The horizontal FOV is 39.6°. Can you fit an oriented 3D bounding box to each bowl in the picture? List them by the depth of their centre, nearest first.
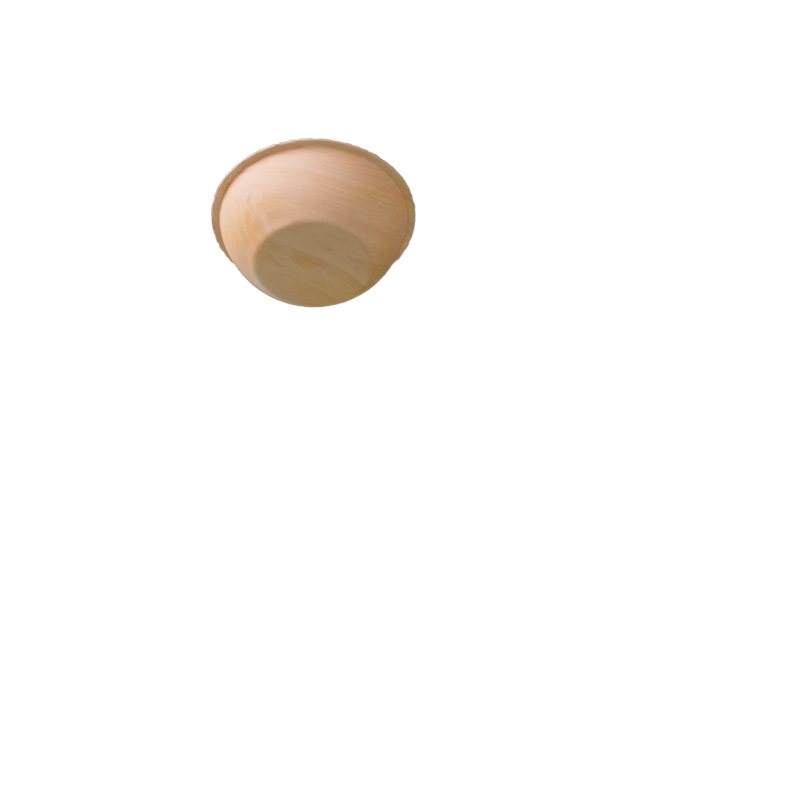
[{"bbox_3d":[-0.067,-0.122,0.854,0.162,0.059,0.151,1,-43,-1],"label":"bowl"}]
